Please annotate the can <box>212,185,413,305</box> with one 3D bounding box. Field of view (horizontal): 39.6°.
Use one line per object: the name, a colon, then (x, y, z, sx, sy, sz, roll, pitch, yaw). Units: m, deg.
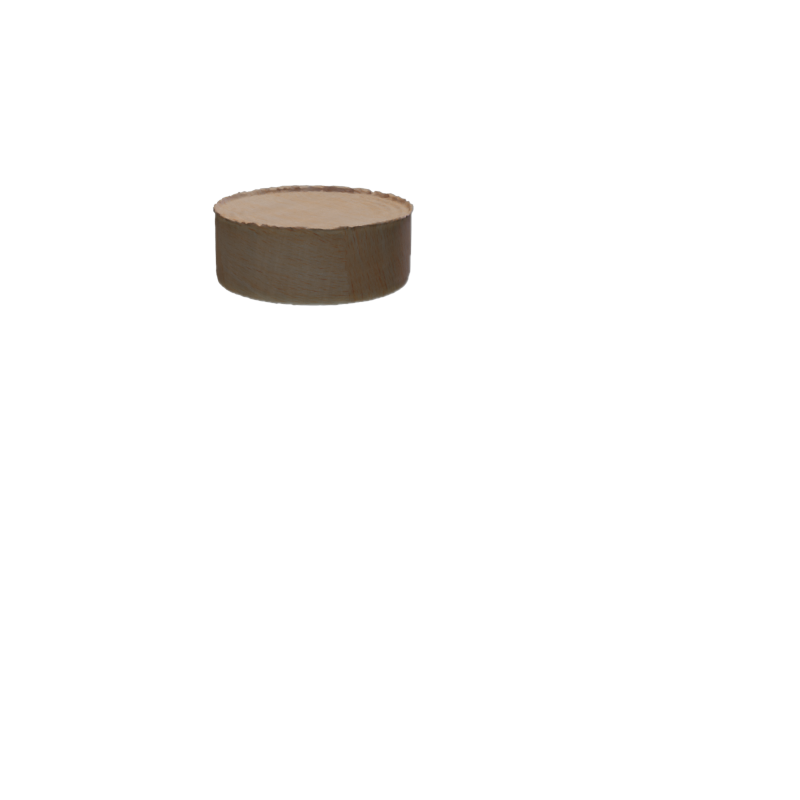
can: (-0.037, -0.068, 0.479, 0.086, 0.032, 0.090, -1, 21, -2)
